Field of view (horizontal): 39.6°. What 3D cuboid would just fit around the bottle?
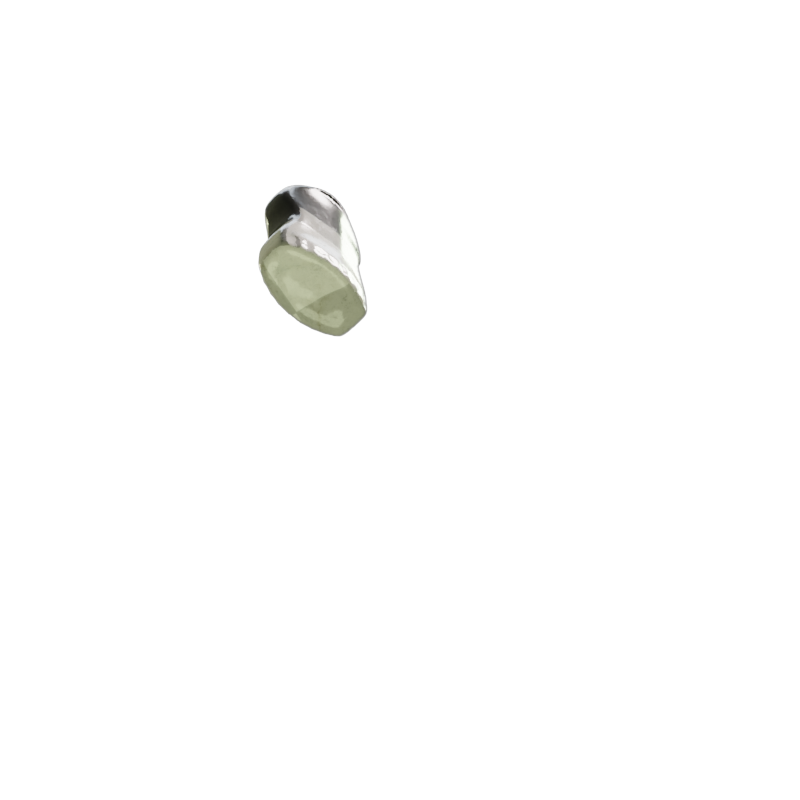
[{"bbox_3d":[-0.075,-0.137,0.958,0.092,0.057,0.204,37,22,-22],"label":"bottle"}]
